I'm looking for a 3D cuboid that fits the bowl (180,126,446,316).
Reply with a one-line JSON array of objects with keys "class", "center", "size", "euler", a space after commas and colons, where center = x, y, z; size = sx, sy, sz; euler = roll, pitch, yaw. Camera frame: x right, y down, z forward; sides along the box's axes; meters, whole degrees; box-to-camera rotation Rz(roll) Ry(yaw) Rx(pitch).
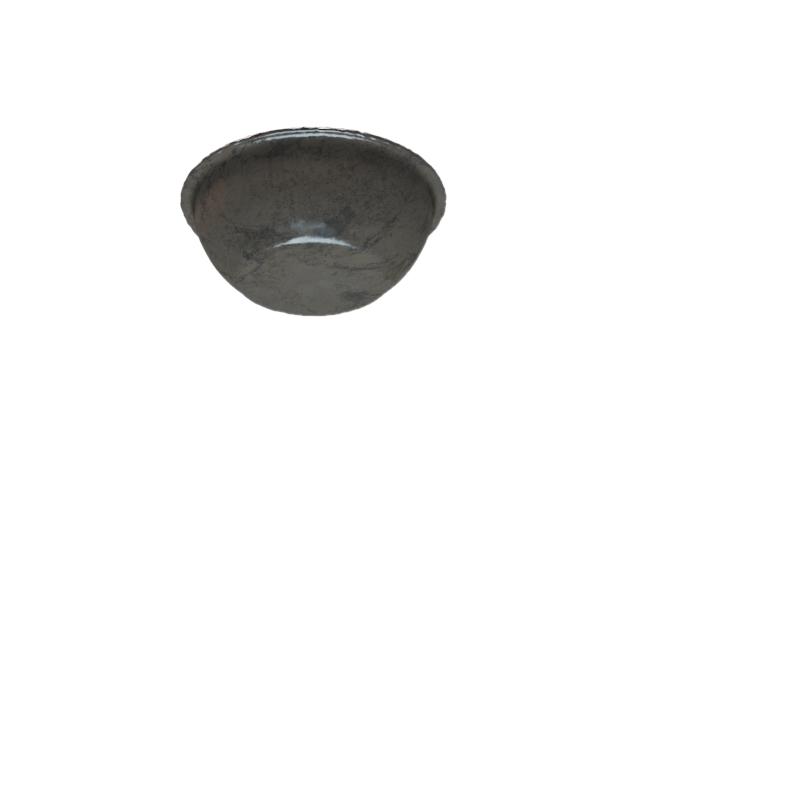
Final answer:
[{"class": "bowl", "center": [-0.052, -0.095, 0.663], "size": [0.162, 0.058, 0.153], "euler": [1, -26, -2]}]
